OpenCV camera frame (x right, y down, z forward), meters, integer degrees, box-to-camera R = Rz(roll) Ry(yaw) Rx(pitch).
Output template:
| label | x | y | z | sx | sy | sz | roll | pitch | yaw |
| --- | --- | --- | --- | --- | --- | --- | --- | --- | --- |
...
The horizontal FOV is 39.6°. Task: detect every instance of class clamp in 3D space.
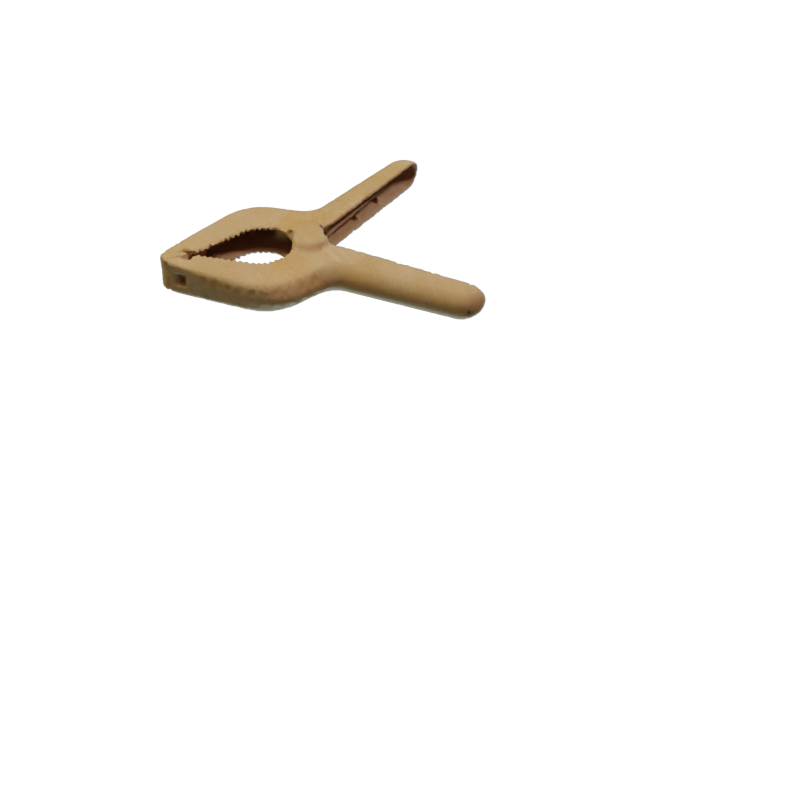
| label | x | y | z | sx | sy | sz | roll | pitch | yaw |
| --- | --- | --- | --- | --- | --- | --- | --- | --- | --- |
| clamp | -0.060 | -0.110 | 0.772 | 0.209 | 0.034 | 0.177 | -5 | 43 | -5 |
